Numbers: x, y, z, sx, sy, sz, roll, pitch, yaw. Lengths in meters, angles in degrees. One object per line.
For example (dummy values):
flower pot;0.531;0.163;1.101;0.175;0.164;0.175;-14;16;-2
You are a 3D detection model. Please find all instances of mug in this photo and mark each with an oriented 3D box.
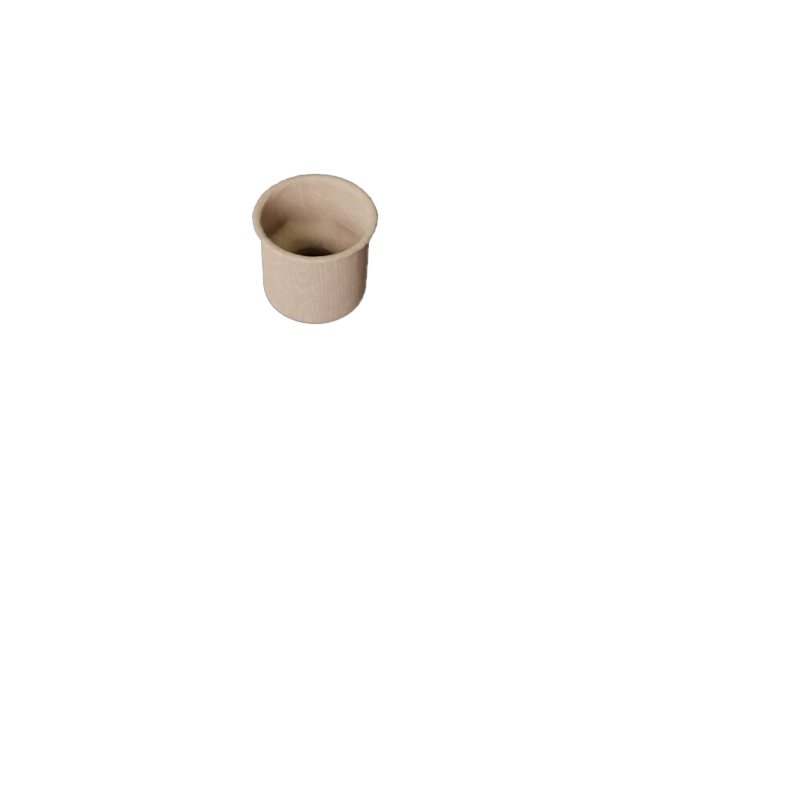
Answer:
mug;-0.067;-0.122;0.855;0.093;0.126;0.076;-5;-40;-6
